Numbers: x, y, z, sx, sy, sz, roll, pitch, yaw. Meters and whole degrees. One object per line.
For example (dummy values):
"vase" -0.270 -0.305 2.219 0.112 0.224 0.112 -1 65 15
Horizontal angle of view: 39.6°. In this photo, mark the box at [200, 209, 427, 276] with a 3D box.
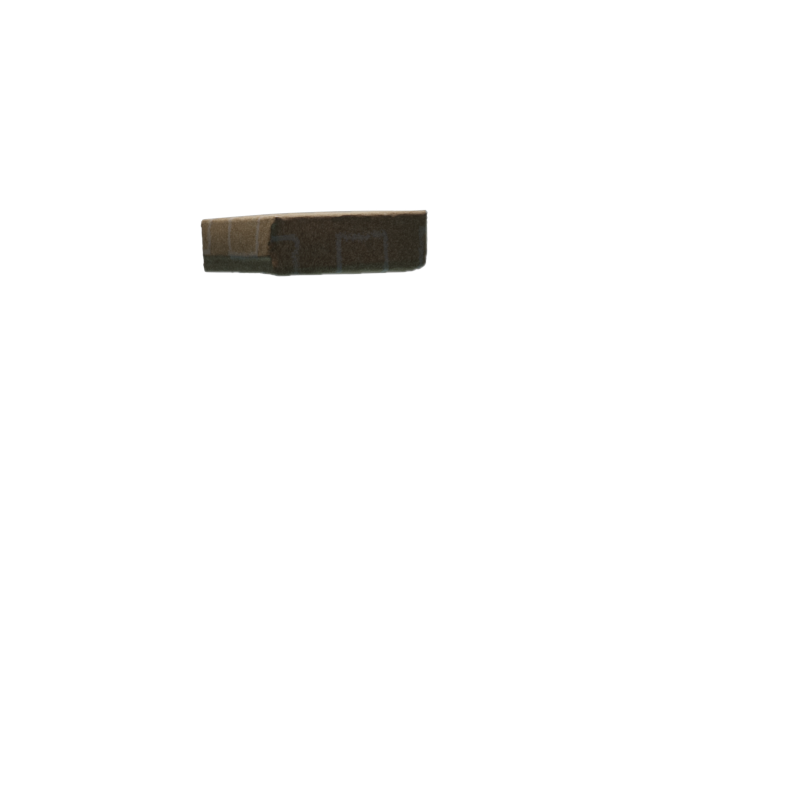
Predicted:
"box" -0.053 -0.097 0.681 0.110 0.038 0.094 -6 10 -35
